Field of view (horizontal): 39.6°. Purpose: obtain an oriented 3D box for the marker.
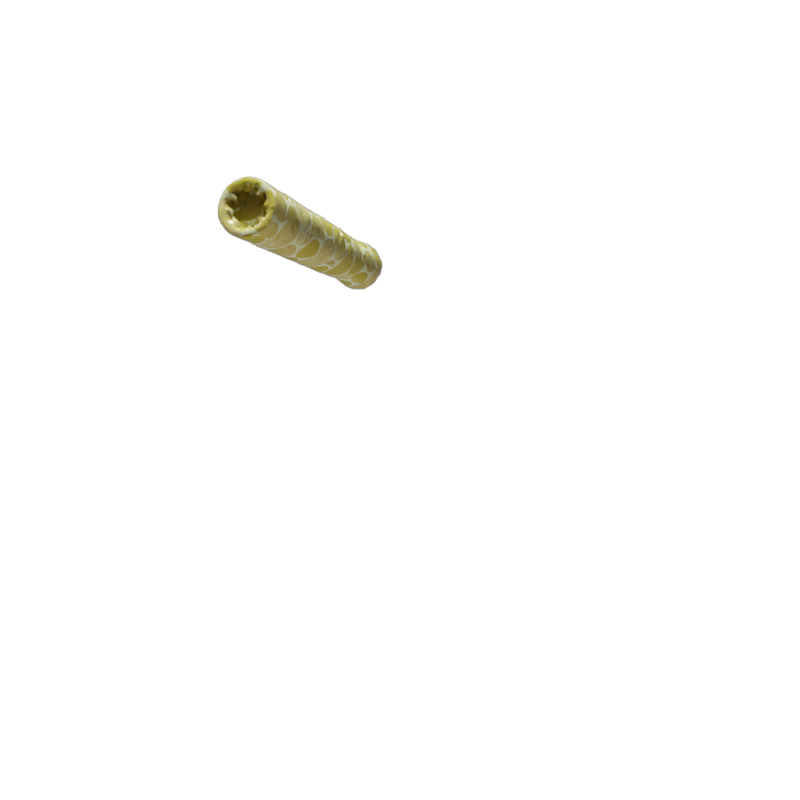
[{"bbox_3d":[-0.030,-0.055,0.383,0.020,0.020,0.116,1,-2,16],"label":"marker"}]
